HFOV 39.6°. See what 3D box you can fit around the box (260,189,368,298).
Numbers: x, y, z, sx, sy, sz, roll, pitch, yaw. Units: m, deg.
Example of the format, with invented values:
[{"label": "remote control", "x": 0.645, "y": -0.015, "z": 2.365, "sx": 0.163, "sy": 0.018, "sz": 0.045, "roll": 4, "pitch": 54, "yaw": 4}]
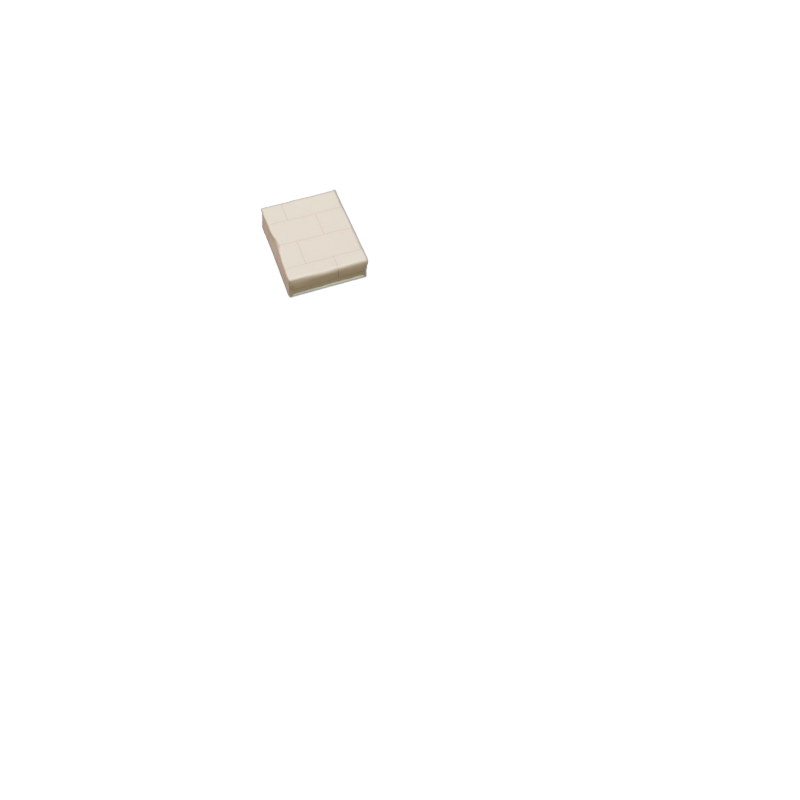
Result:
[{"label": "box", "x": -0.078, "y": -0.142, "z": 0.991, "sx": 0.072, "sy": 0.096, "sz": 0.028, "roll": -16, "pitch": -33, "yaw": -11}]
